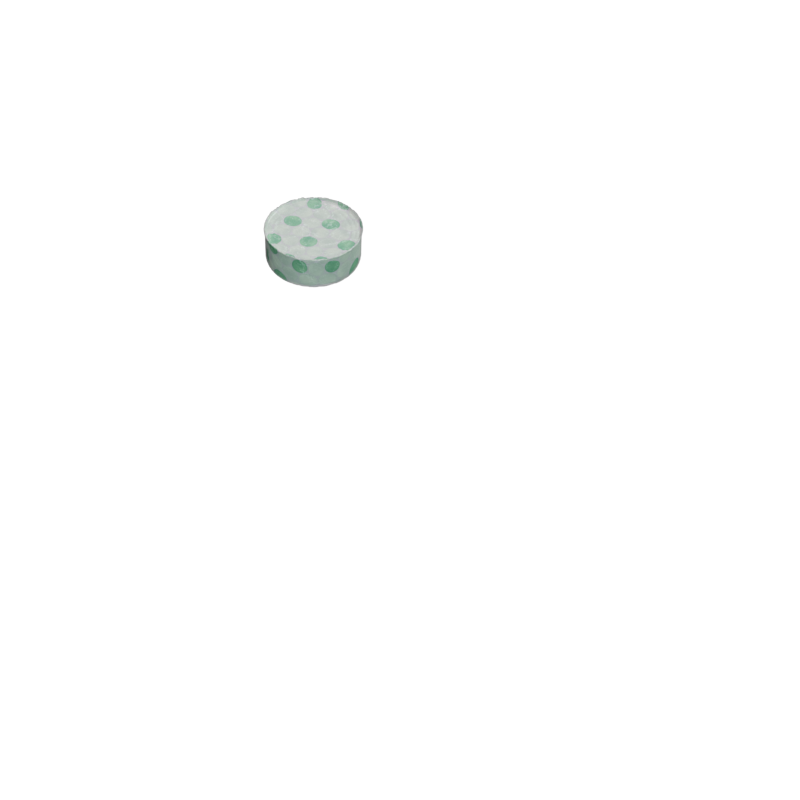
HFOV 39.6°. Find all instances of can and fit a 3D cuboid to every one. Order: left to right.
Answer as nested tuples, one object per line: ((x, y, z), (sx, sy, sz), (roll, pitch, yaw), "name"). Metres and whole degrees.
((-0.076, -0.138, 0.967), (0.086, 0.031, 0.092), (-1, 45, -1), "can")
